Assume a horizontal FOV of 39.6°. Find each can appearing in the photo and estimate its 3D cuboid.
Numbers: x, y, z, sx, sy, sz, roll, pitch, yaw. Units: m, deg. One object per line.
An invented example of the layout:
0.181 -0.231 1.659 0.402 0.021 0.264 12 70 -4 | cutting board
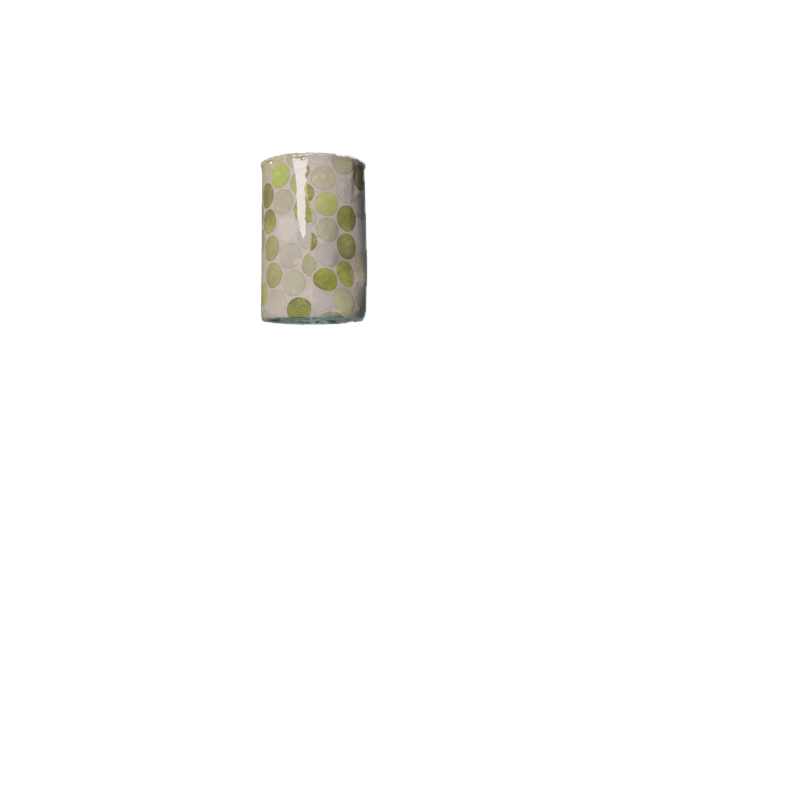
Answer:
-0.056 -0.101 0.710 0.068 0.104 0.068 0 -6 -2 | can
